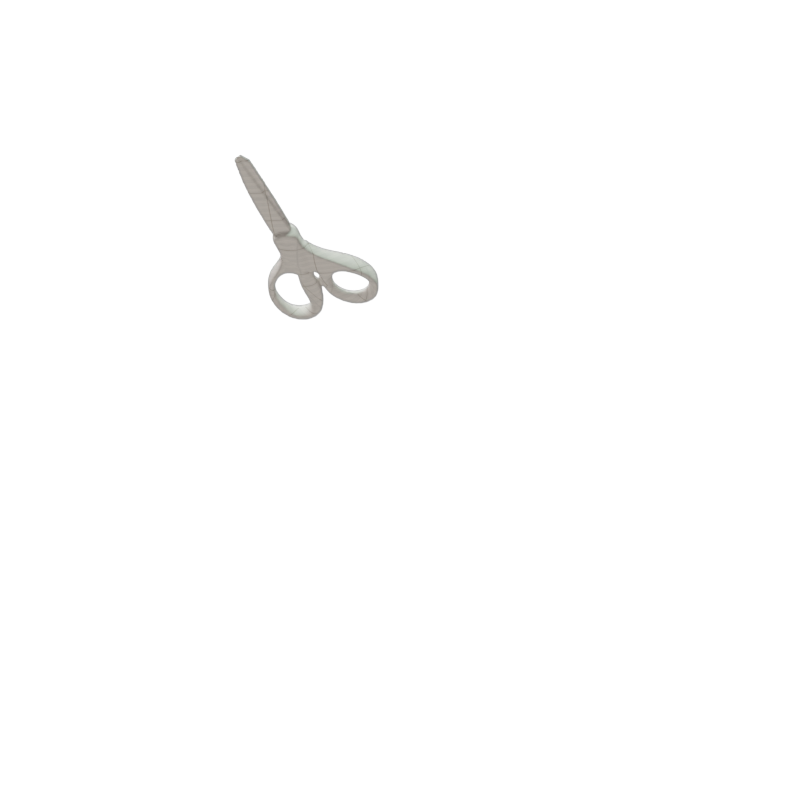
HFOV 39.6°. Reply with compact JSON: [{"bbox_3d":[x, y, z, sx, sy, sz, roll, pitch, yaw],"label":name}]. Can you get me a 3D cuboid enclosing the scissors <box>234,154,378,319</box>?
[{"bbox_3d":[-0.064,-0.118,0.823,0.096,0.017,0.189,0,-29,0],"label":"scissors"}]
